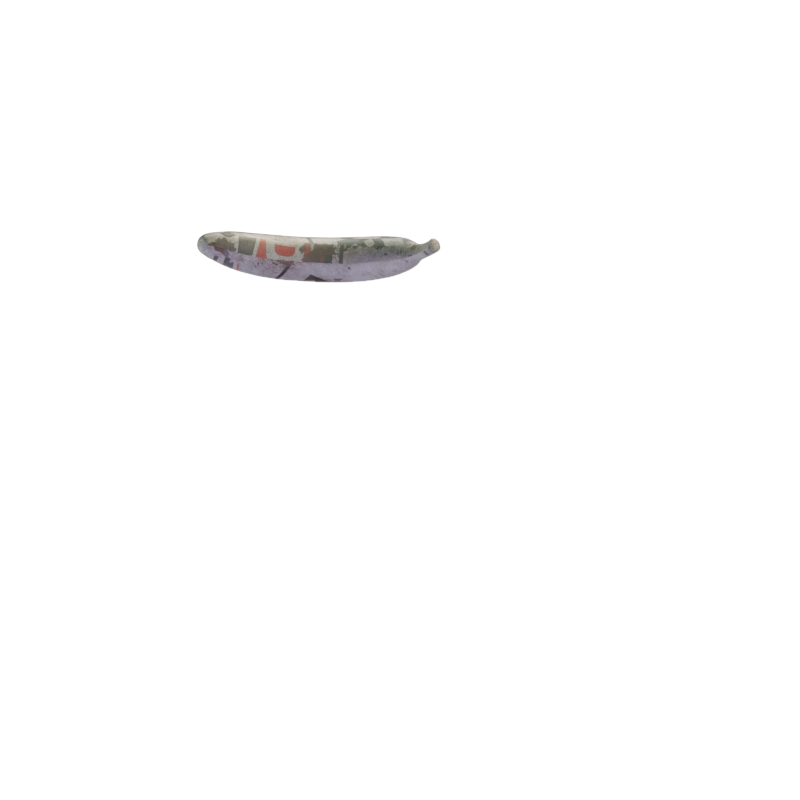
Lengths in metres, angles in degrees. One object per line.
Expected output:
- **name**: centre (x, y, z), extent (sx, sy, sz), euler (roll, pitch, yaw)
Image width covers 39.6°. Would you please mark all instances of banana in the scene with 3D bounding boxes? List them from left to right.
- **banana**: centre (-0.068, -0.124, 0.930), extent (0.198, 0.039, 0.066), euler (-1, -23, 2)
